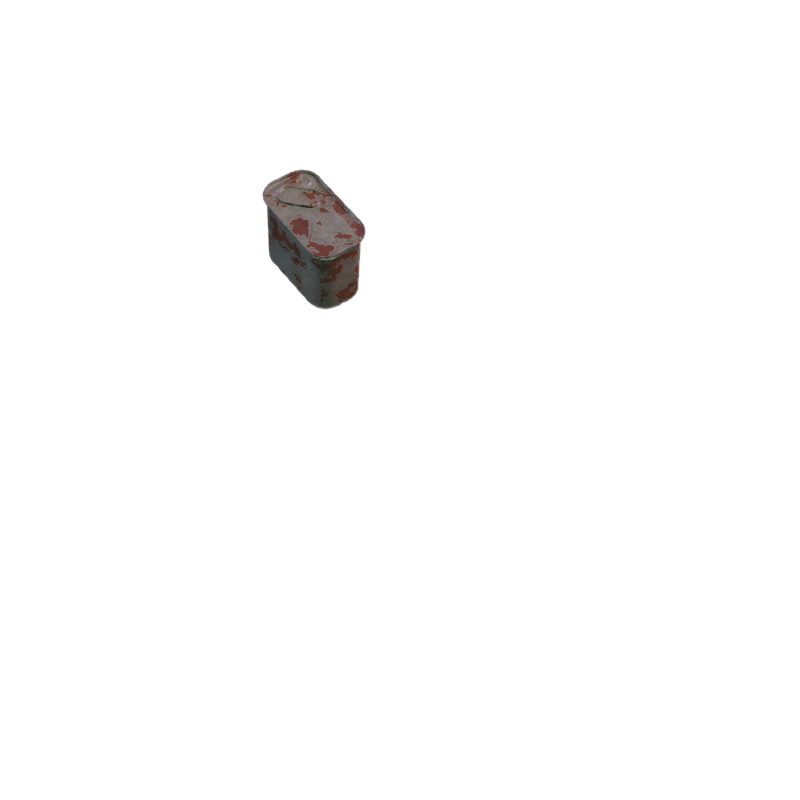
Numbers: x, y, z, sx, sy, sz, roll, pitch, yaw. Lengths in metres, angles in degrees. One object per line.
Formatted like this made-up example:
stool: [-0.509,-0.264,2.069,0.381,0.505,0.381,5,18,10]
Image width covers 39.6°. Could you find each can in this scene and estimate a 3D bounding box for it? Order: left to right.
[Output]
can: [-0.078,-0.143,0.998,0.057,0.109,0.078,-29,-30,-21]
